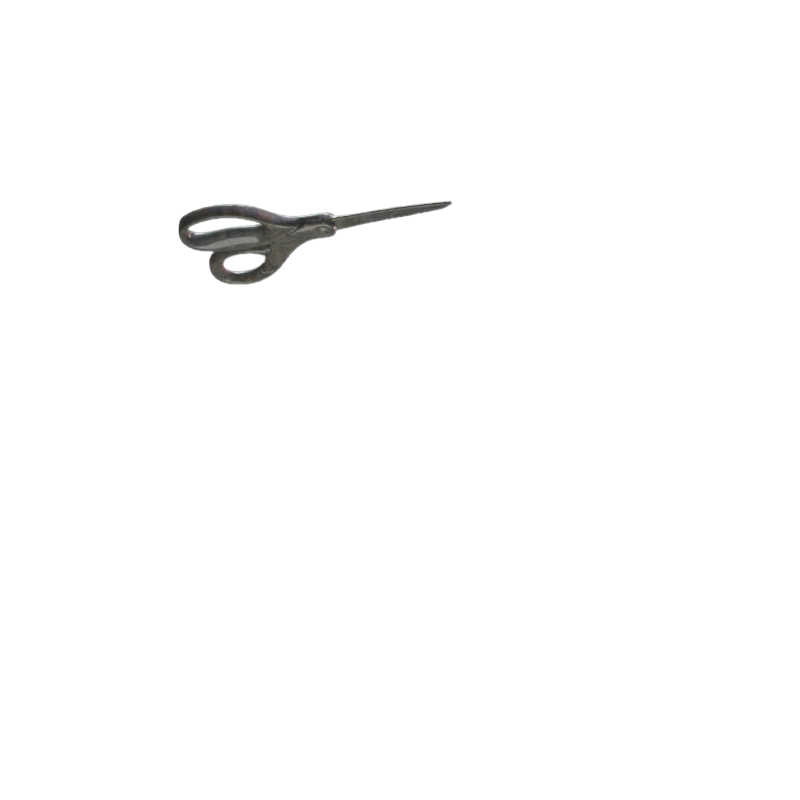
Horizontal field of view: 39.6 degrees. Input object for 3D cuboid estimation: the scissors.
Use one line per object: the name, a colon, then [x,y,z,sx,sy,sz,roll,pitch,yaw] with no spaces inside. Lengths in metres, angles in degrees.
scissors: [-0.066,-0.120,0.840,0.201,0.017,0.090,0,-32,-1]
